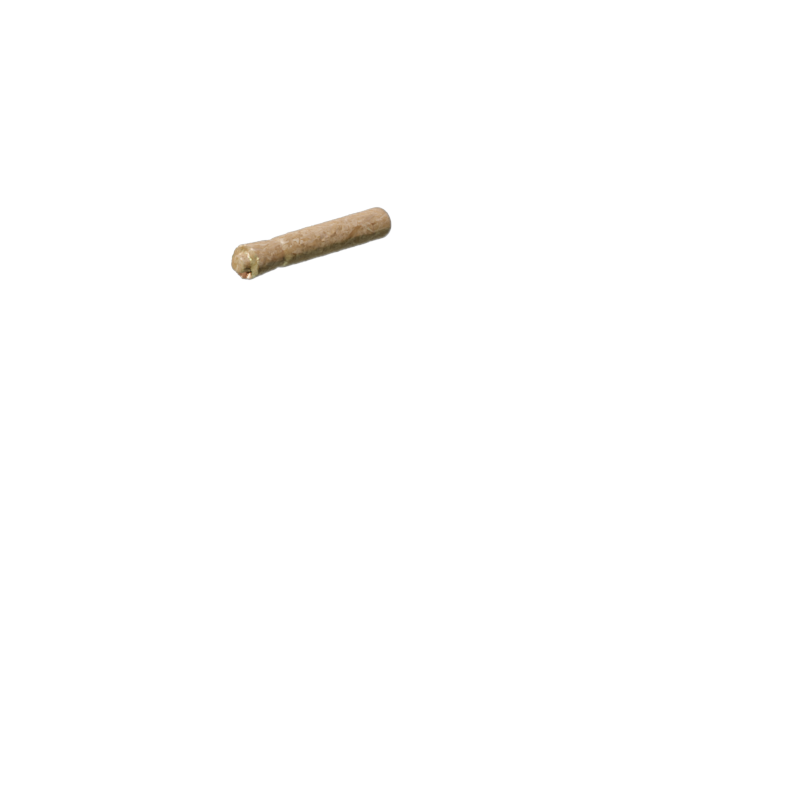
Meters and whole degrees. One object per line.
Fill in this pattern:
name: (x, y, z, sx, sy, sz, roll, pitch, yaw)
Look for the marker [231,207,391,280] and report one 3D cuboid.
marker: (-0.047, -0.087, 0.606, 0.021, 0.019, 0.120, 3, 19, 38)
